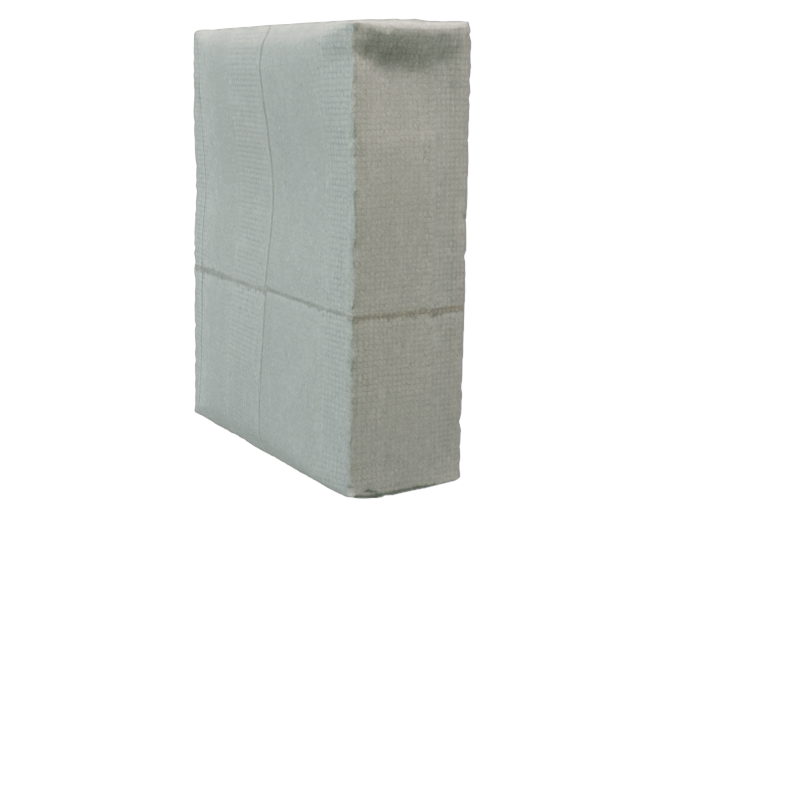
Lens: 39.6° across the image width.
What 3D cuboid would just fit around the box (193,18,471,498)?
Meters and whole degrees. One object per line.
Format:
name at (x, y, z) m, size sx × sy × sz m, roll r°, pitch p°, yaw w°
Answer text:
box at (-0.043, -0.079, 0.554) m, size 0.070 × 0.209 × 0.173 m, roll -6°, pitch 13°, yaw -33°
